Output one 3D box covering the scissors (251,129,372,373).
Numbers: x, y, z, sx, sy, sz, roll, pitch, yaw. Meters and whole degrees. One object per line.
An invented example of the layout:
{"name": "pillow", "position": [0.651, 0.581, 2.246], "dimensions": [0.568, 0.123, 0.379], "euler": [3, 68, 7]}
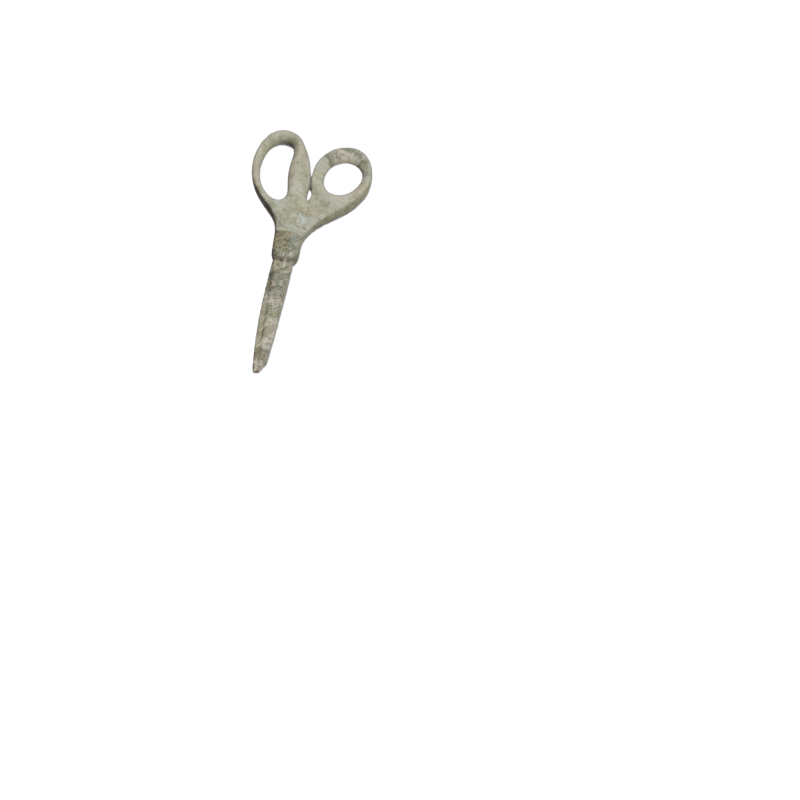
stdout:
{"name": "scissors", "position": [-0.060, -0.109, 0.767], "dimensions": [0.096, 0.217, 0.015], "euler": [-6, -34, -4]}
